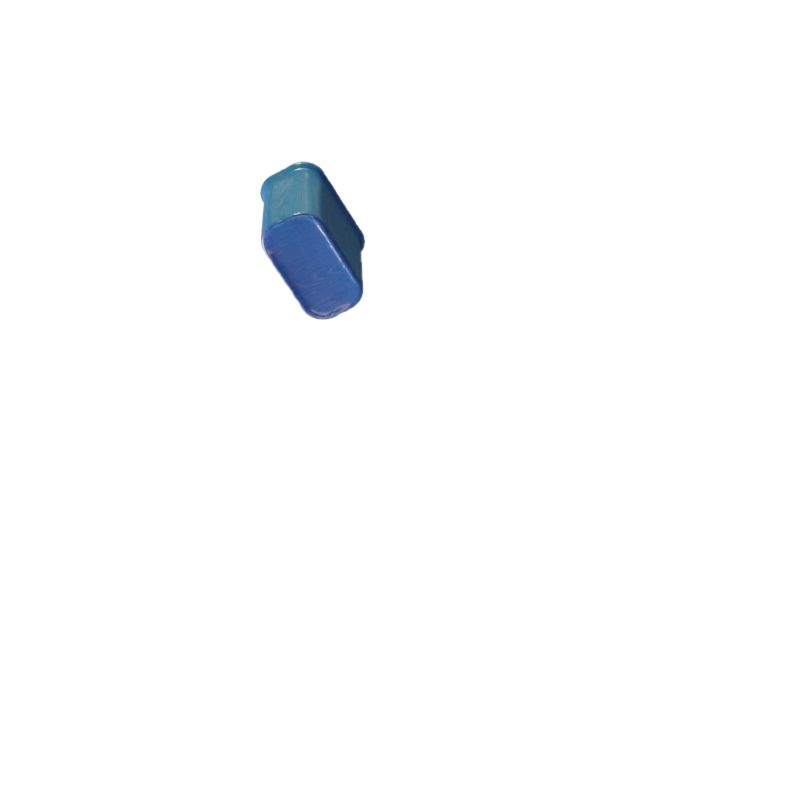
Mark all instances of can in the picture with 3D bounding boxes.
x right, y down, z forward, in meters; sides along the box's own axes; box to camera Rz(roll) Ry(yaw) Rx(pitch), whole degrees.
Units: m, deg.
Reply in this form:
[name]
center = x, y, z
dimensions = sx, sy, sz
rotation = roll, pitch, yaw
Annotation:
[can]
center = -0.069, -0.126, 0.885
dimensions = 0.057, 0.095, 0.089
rotation = -26, 31, 14
